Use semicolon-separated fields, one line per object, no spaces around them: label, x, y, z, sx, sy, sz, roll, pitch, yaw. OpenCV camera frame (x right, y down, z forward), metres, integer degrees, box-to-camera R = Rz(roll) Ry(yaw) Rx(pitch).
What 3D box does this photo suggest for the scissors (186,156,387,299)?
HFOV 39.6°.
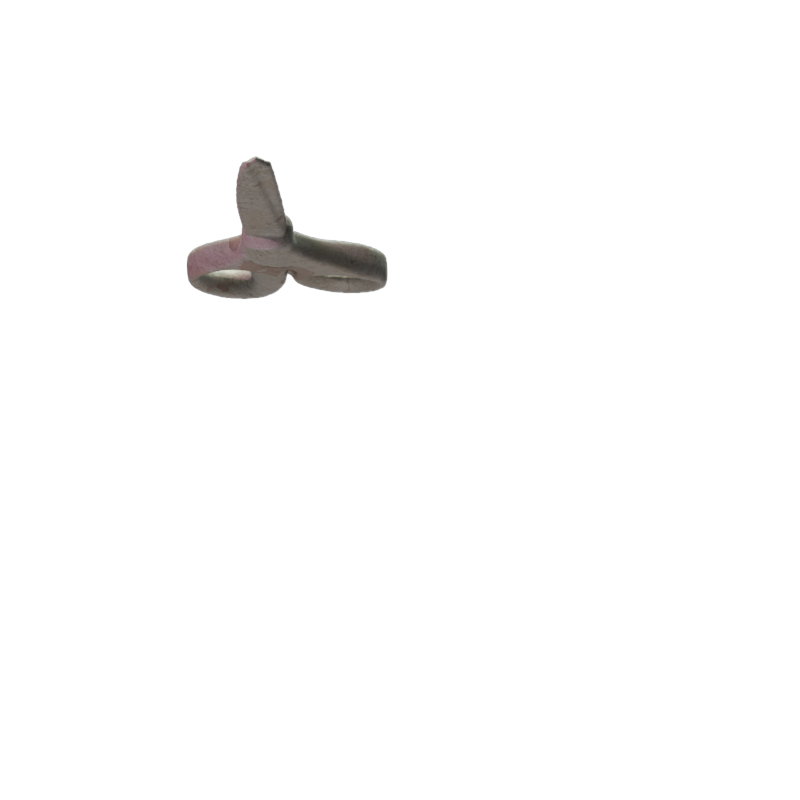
scissors;-0.033;-0.061;0.425;0.094;0.016;0.202;1;-4;-19
